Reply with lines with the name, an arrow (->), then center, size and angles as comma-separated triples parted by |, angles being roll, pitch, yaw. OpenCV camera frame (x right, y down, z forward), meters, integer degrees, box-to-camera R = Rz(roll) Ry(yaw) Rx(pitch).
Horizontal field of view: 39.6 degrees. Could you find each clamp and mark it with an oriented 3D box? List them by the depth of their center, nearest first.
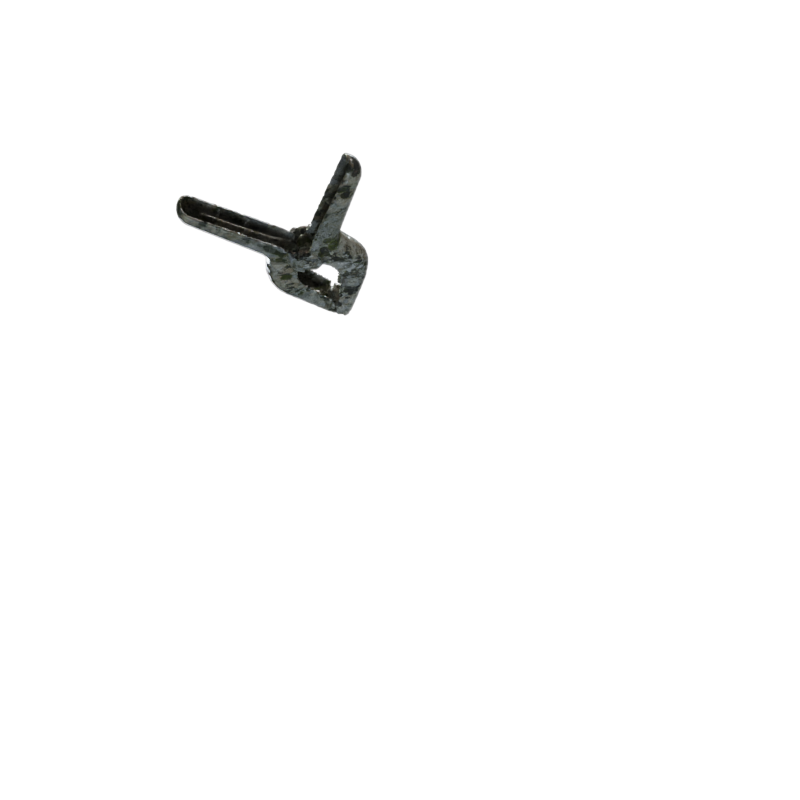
clamp -> -0.077, -0.141, 0.988 | 0.166, 0.039, 0.194 | -14, -33, 22
